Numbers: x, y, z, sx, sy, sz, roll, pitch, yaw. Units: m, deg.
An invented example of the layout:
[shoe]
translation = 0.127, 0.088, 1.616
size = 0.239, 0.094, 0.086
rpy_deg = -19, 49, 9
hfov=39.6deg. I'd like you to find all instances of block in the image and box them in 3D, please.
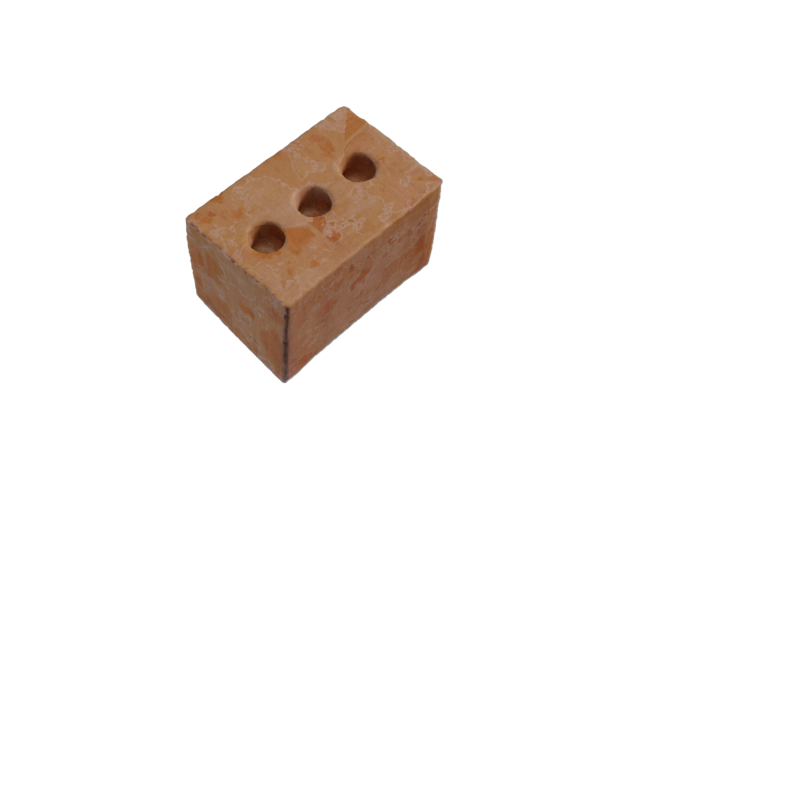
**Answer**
[block]
translation = -0.031, -0.057, 0.402
size = 0.056, 0.079, 0.048
rpy_deg = 40, -24, 20
